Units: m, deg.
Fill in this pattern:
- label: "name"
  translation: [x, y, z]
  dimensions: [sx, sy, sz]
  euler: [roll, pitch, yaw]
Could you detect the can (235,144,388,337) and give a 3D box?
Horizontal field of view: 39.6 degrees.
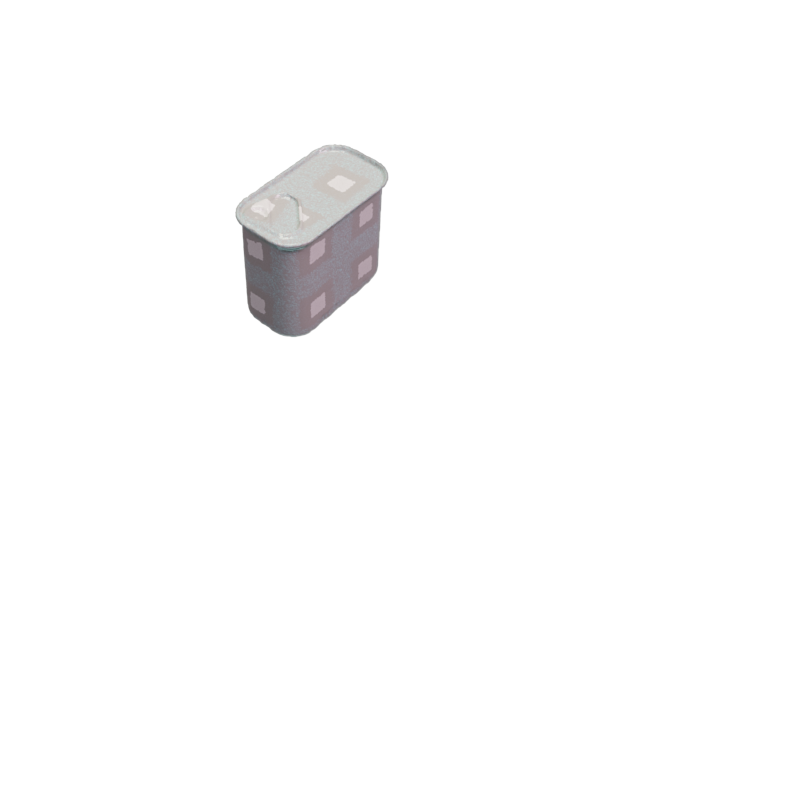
- label: "can"
  translation: [-0.056, -0.102, 0.715]
  dimensions: [0.061, 0.078, 0.103]
  euler: [31, 52, 24]
